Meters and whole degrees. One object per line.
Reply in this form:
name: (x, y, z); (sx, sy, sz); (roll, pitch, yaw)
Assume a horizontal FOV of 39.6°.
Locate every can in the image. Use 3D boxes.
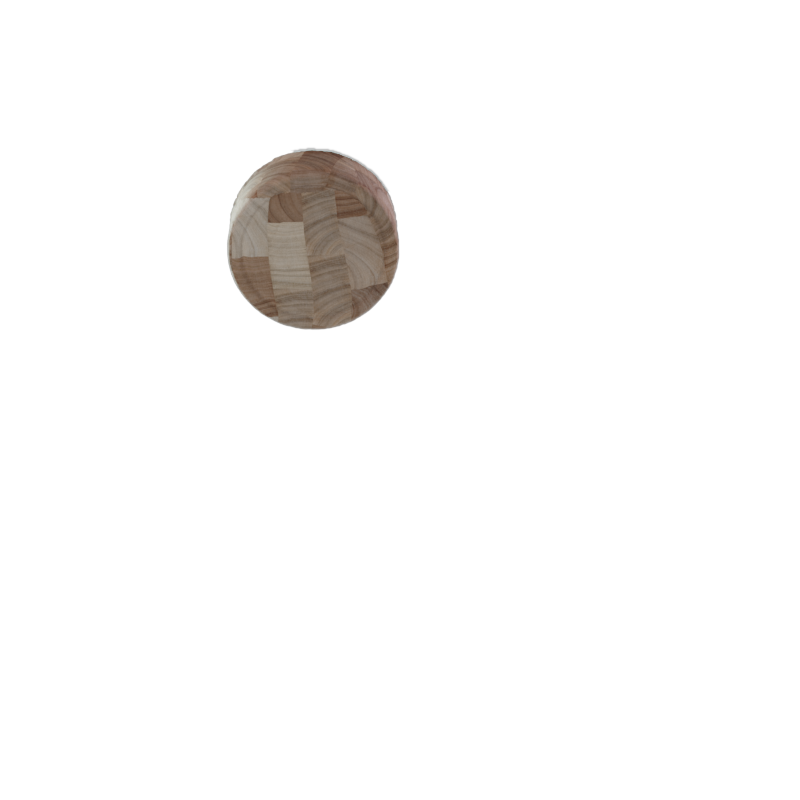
can: (-0.043, -0.079, 0.552); (0.086, 0.081, 0.035); (1, 25, -1)
